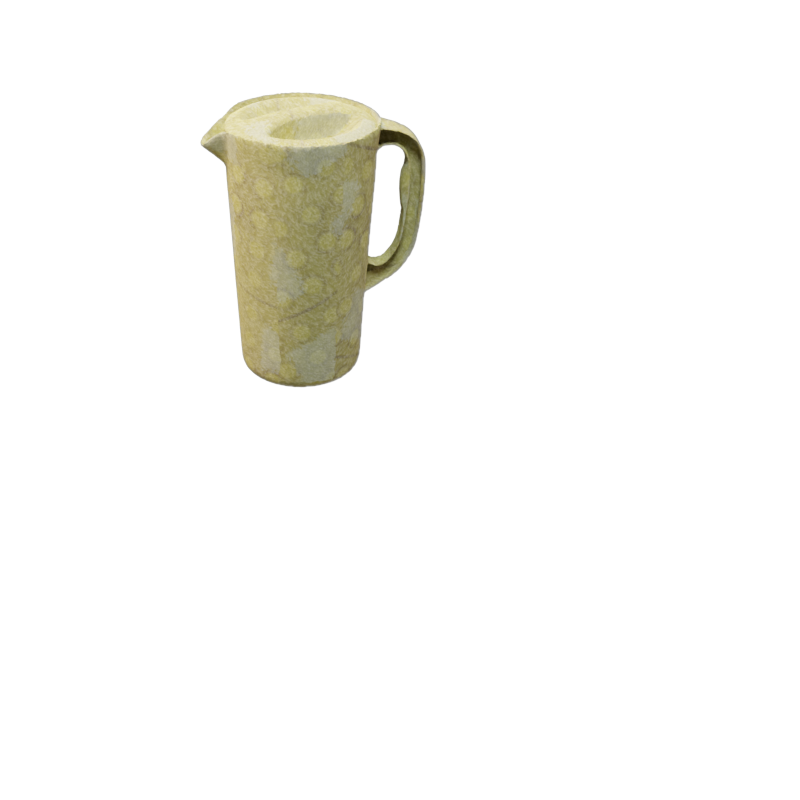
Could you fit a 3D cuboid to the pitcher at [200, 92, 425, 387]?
[{"bbox_3d":[-0.076,-0.138,0.968,0.158,0.229,0.145,21,35,31],"label":"pitcher"}]
